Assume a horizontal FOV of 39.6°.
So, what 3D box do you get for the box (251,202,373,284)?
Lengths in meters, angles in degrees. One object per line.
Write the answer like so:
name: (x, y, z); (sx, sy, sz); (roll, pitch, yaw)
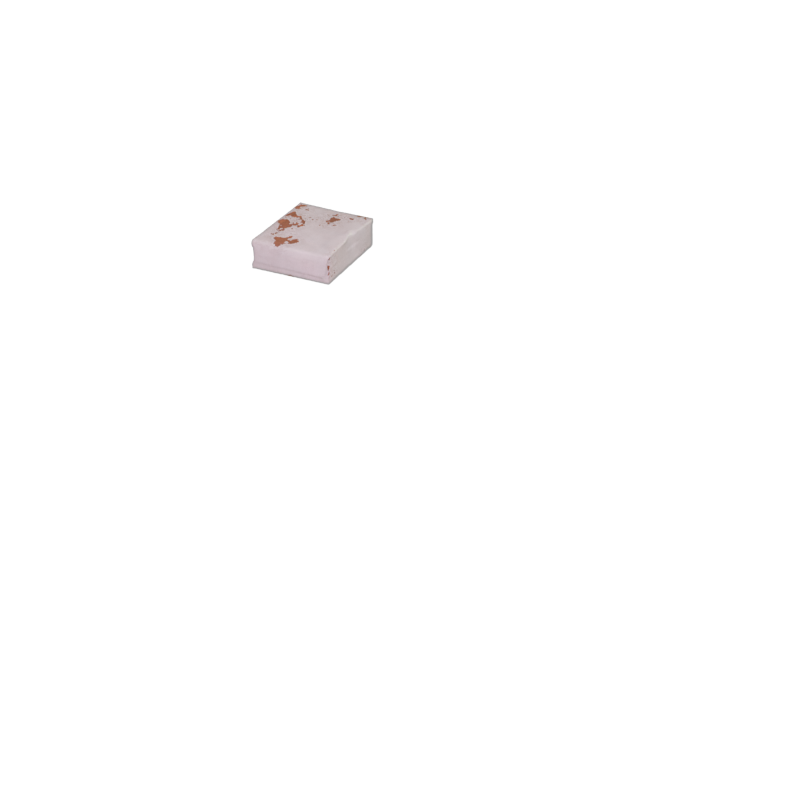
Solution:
box: (-0.074, -0.135, 0.944); (0.076, 0.028, 0.091); (14, 34, 22)
